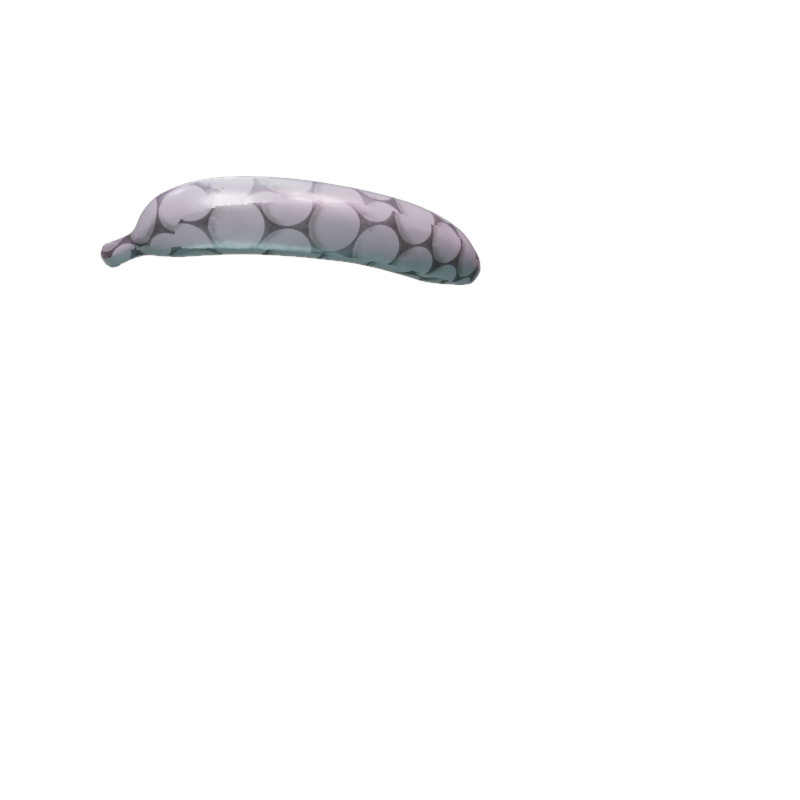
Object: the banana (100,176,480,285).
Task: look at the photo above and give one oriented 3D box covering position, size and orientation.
[{"bbox_3d":[-0.039,-0.081,0.533,0.192,0.038,0.069,3,-9,-20],"label":"banana"}]
